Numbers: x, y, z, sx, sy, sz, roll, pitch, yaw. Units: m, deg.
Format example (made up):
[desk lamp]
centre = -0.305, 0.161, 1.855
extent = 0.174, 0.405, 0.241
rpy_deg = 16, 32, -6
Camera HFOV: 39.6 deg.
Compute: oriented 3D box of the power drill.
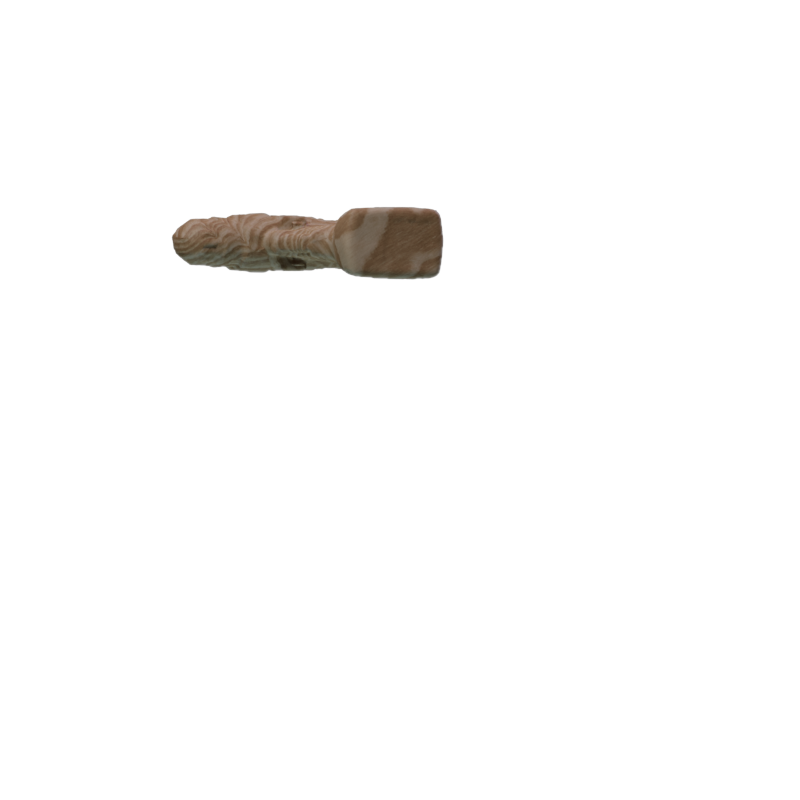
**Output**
[power drill]
centre = -0.072, -0.132, 0.924
extent = 0.178, 0.057, 0.196
rpy_deg = -7, 11, -38
